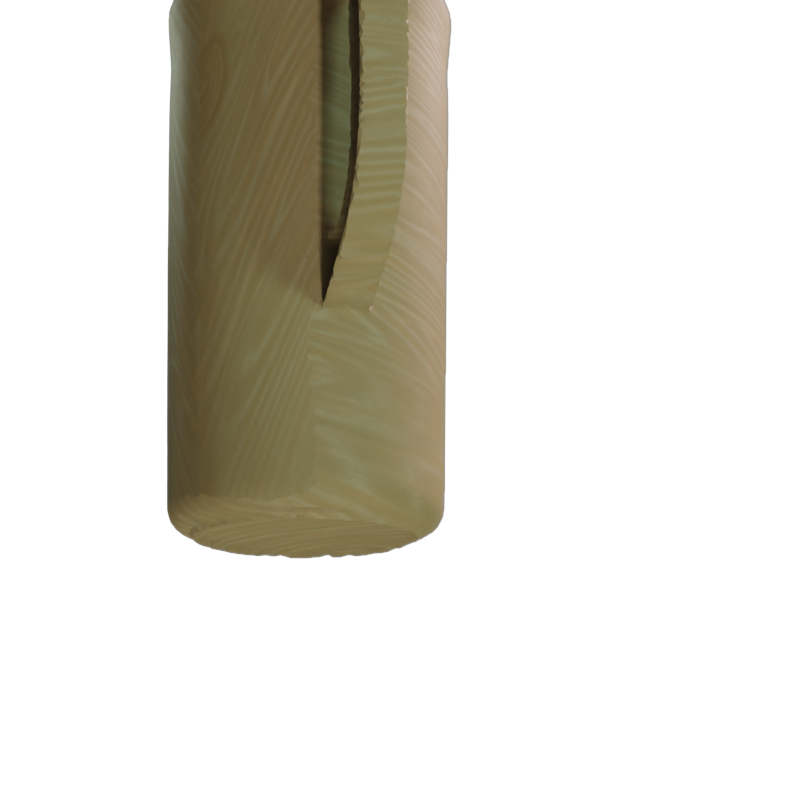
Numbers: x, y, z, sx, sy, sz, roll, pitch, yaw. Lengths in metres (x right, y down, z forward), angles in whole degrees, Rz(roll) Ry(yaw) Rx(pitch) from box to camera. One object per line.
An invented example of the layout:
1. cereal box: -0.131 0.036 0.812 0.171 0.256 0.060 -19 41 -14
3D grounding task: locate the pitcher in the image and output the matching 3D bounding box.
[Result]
1. pitcher: -0.037 -0.067 0.468 0.147 0.256 0.139 -11 -24 23
